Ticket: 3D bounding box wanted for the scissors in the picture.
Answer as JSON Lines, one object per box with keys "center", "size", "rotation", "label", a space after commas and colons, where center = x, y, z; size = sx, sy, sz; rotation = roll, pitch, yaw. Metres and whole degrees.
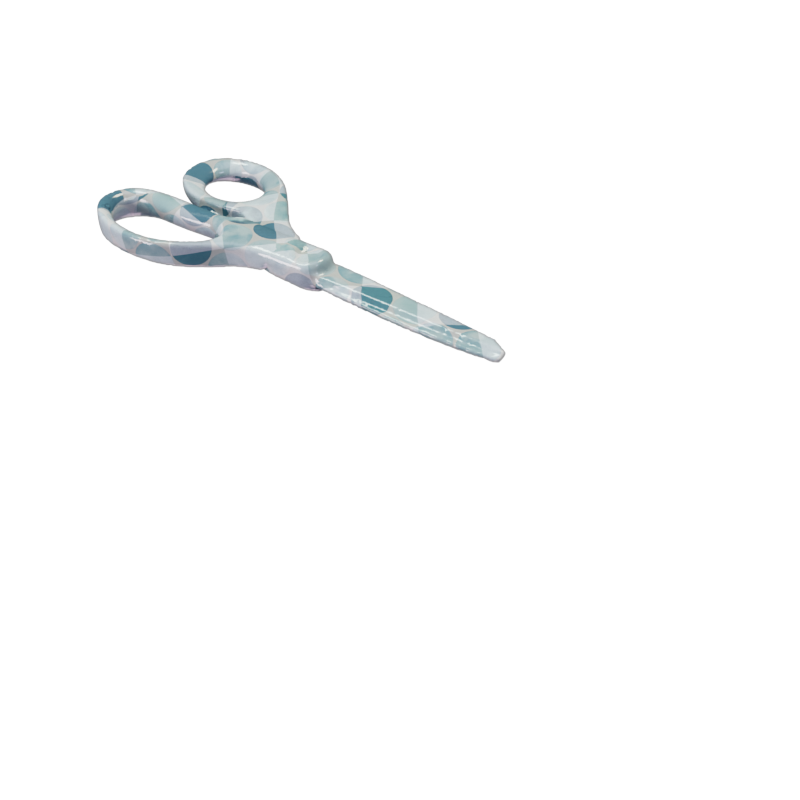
{"center": [-0.038, -0.070, 0.489], "size": [0.209, 0.015, 0.099], "rotation": [16, 40, 20], "label": "scissors"}
